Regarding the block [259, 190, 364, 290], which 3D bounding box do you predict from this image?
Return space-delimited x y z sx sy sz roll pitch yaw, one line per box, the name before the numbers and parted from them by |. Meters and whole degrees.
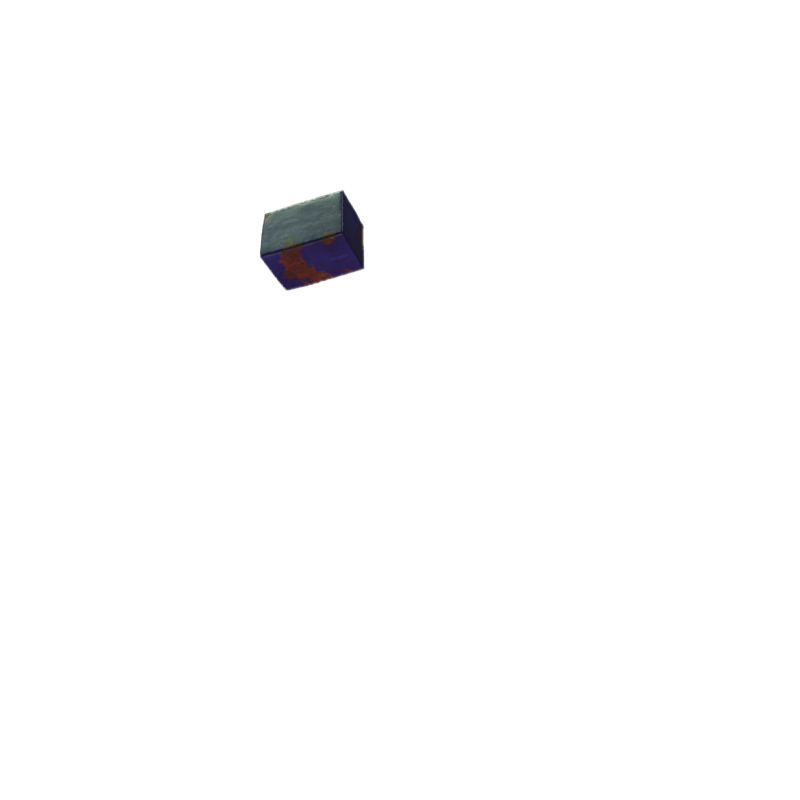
block | -0.075 -0.138 0.963 0.079 0.055 0.049 -14 -40 16
